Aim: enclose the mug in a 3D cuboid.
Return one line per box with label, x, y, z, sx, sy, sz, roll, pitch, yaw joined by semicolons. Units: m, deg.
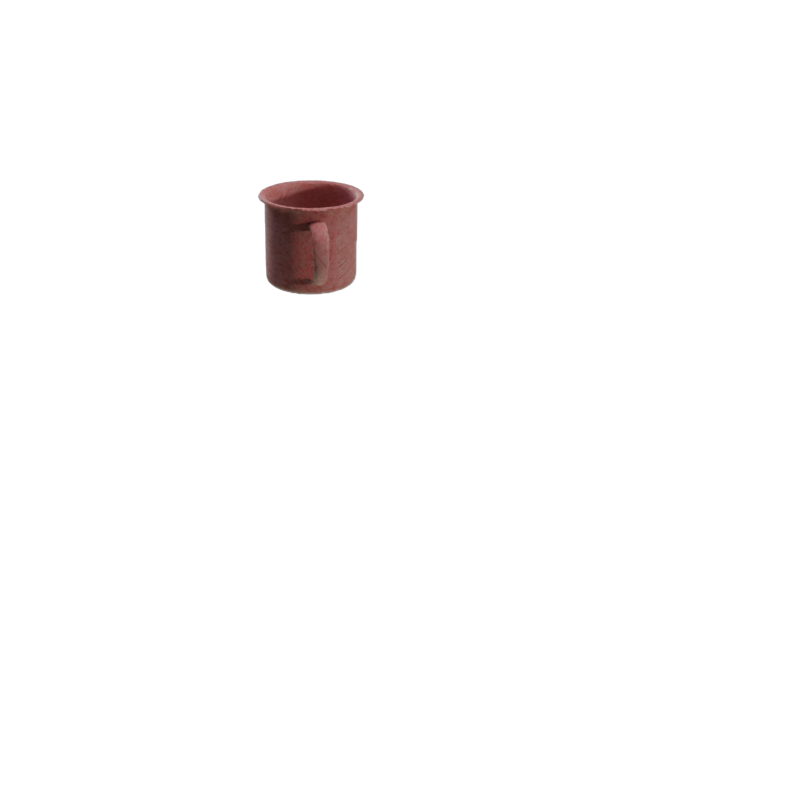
mug;-0.076;-0.139;0.975;0.092;0.078;0.124;-4;24;-12
